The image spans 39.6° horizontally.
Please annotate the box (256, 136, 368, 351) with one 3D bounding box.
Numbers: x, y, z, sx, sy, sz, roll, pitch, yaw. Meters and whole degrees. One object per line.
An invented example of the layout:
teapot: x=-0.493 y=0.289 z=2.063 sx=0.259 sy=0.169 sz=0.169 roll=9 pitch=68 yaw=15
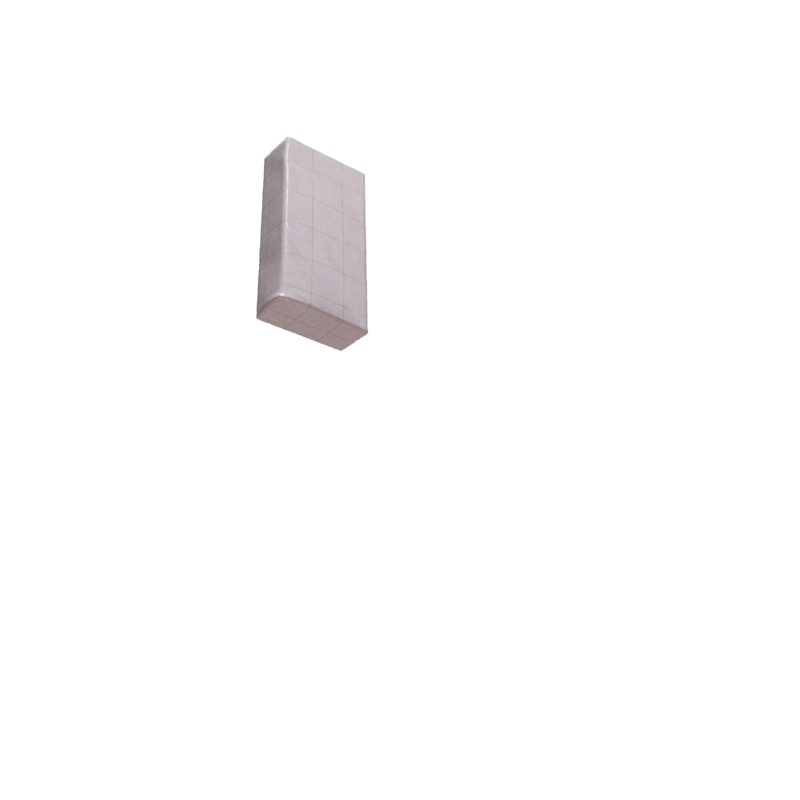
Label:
box: x=-0.077 y=-0.140 z=0.981 sx=0.088 sy=0.189 sz=0.047 roll=22 pitch=-42 yaw=-30
